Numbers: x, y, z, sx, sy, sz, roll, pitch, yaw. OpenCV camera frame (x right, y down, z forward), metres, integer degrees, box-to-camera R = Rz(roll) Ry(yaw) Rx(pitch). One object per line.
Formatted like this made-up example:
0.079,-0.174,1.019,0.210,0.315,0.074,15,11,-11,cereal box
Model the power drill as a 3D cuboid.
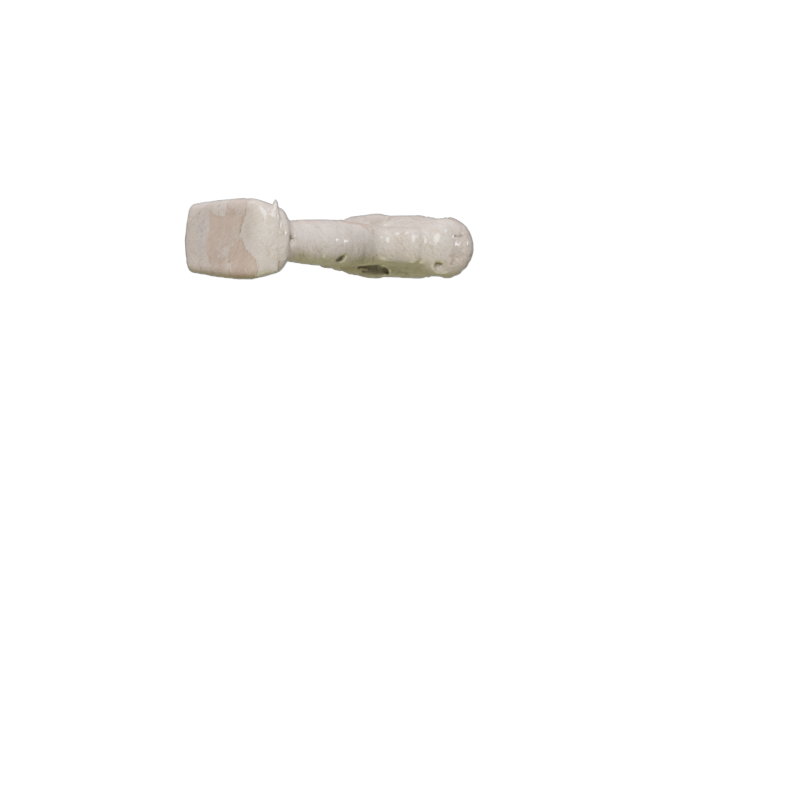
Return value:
-0.067,-0.122,0.852,0.181,0.057,0.192,-5,7,-37,power drill
